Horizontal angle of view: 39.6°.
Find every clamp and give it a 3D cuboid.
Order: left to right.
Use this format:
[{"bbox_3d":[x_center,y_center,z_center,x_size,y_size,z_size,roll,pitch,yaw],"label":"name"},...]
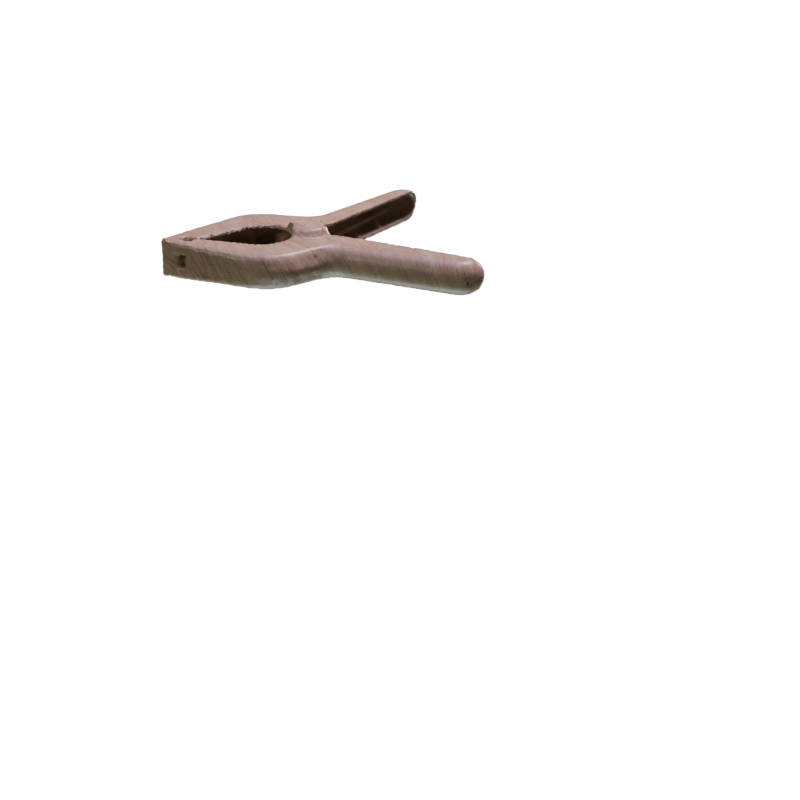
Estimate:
[{"bbox_3d":[-0.061,-0.112,0.782,0.208,0.035,0.174,-3,27,-6],"label":"clamp"}]
